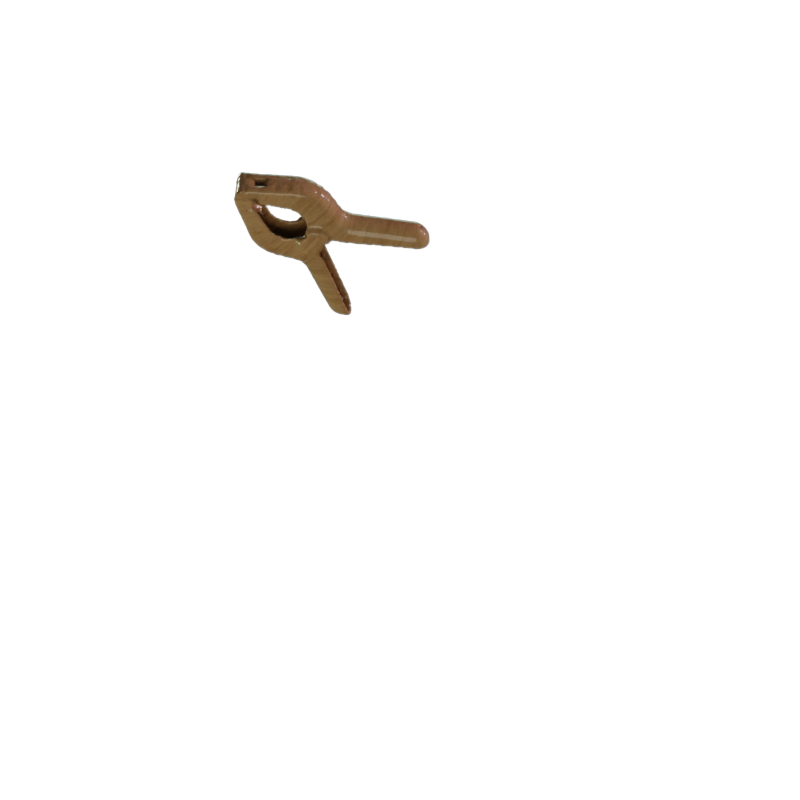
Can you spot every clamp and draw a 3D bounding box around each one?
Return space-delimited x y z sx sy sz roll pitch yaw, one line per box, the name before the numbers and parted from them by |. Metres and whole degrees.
clamp | -0.075 -0.136 0.955 0.165 0.116 0.042 24 34 -18
